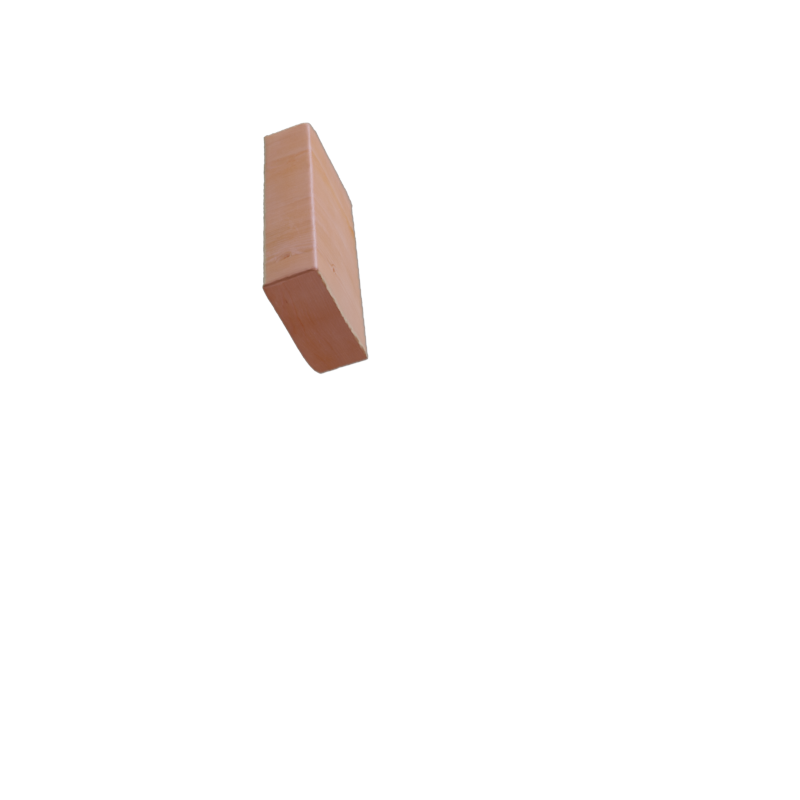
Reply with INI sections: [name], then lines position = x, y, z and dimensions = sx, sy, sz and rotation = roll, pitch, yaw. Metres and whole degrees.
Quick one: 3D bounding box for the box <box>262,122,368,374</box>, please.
[box]
position = -0.062, -0.114, 0.797
dimensions = 0.048, 0.189, 0.086
rotation = -17, -47, 13
